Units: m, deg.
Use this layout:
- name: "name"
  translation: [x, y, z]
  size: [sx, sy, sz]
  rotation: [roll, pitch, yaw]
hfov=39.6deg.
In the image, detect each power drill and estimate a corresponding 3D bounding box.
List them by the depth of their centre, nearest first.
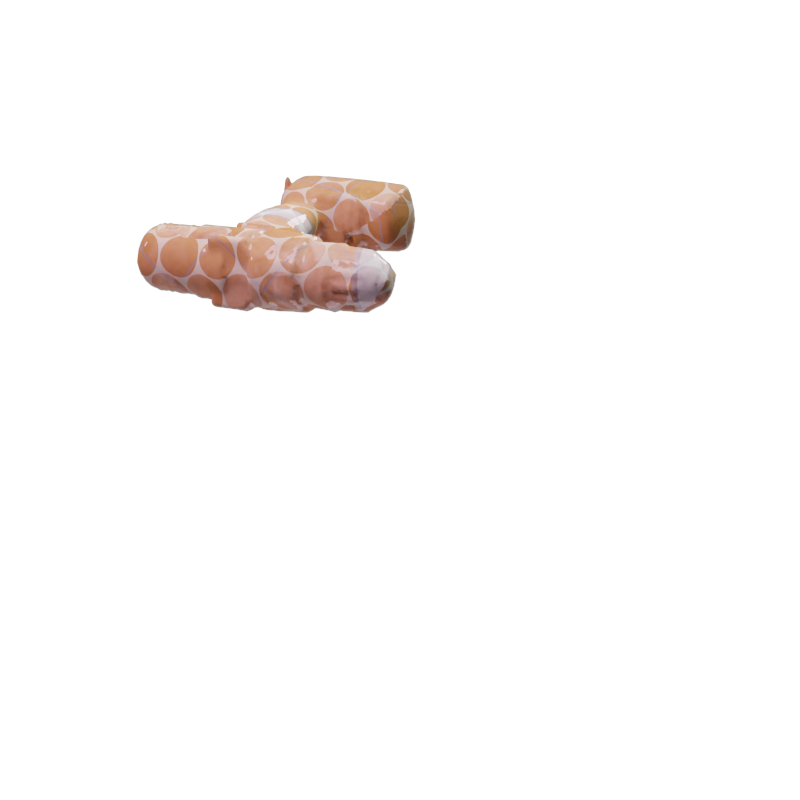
- name: "power drill"
  translation: [-0.060, -0.110, 0.773]
  size: [0.192, 0.055, 0.188]
  rotation: [10, 23, 25]
